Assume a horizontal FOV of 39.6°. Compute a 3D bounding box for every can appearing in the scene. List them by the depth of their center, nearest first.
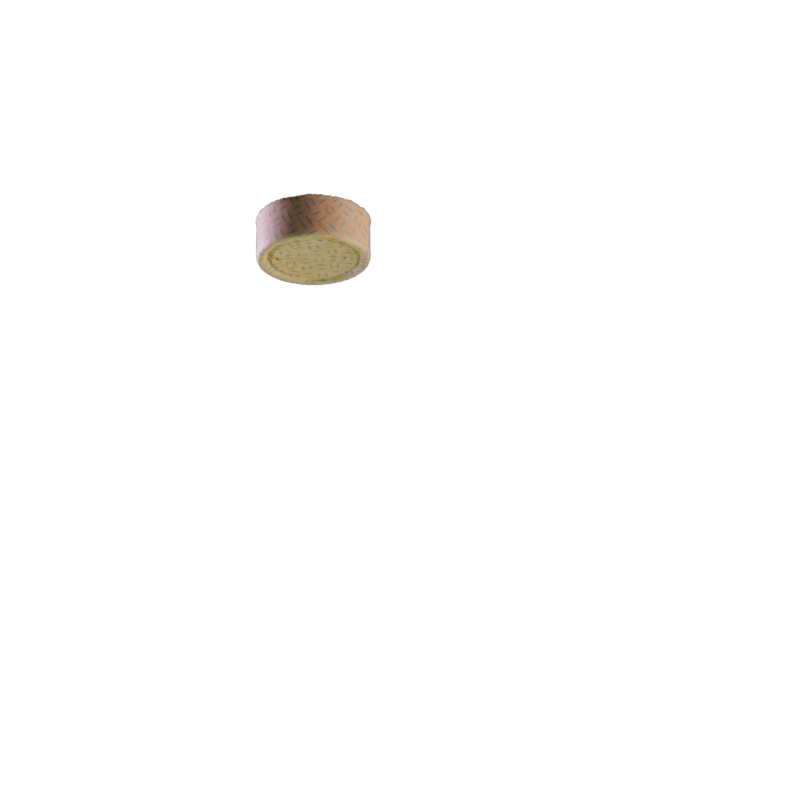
[{"bbox_3d":[-0.064,-0.116,0.815,0.086,0.035,0.082,0,-21,-2],"label":"can"}]
